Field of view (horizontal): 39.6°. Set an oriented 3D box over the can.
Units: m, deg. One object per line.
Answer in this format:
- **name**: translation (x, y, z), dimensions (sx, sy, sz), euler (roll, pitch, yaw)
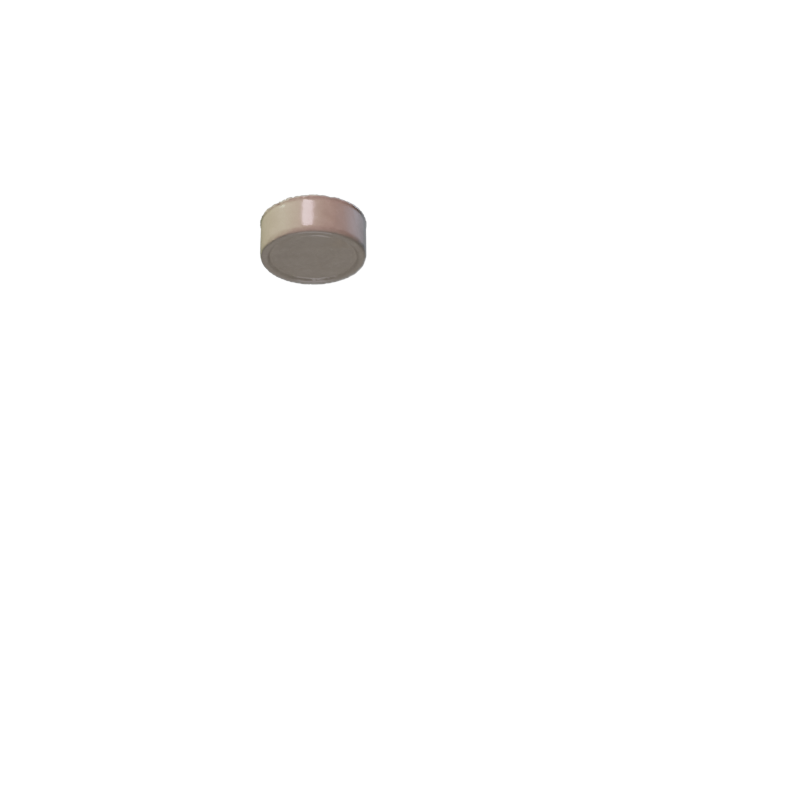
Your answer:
- **can**: translation (-0.069, -0.126, 0.882), dimensions (0.086, 0.036, 0.081), euler (1, -26, -2)
